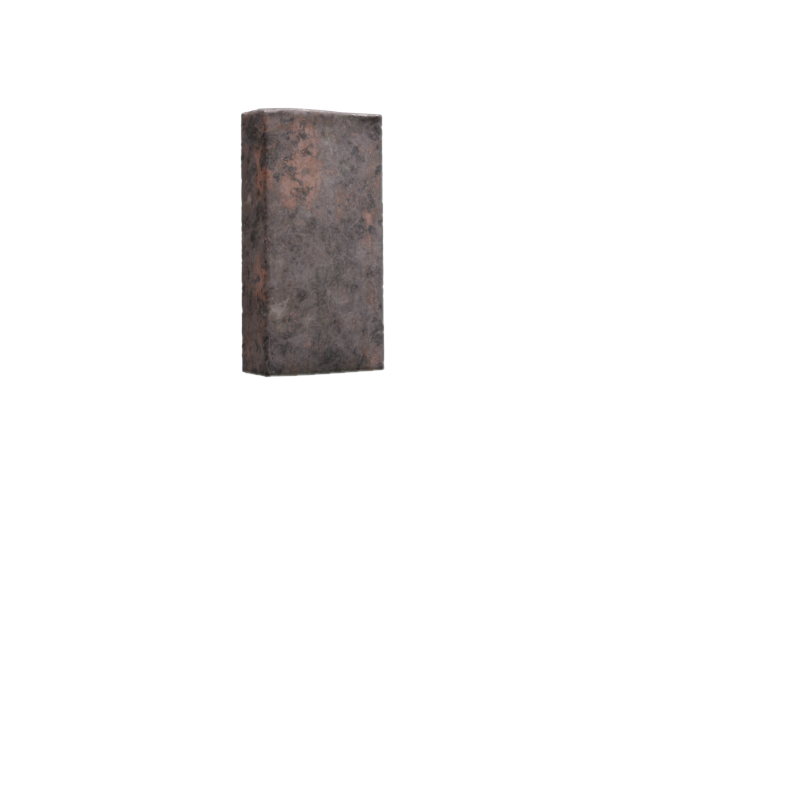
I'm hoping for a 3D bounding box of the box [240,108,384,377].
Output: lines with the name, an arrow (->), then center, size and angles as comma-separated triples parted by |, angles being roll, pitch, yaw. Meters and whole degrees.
box -> -0.059, -0.107, 0.751 | 0.090, 0.176, 0.050 | -2, 2, -29
